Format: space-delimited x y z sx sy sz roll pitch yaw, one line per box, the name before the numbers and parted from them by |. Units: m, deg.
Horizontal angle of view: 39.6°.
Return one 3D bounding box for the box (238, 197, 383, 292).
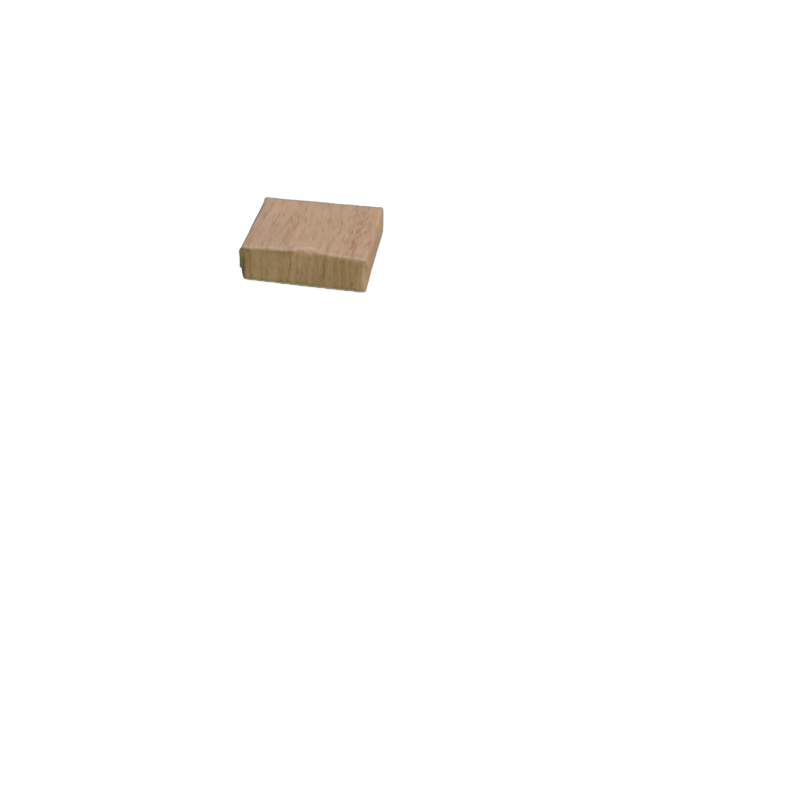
box | -0.061 -0.111 0.775 0.091 0.028 0.077 6 37 8
